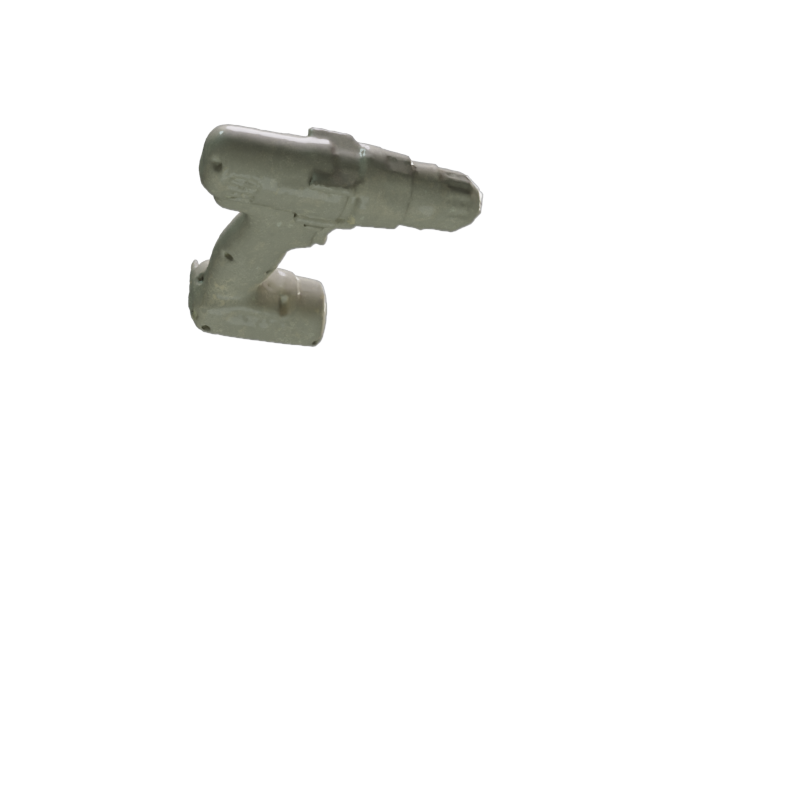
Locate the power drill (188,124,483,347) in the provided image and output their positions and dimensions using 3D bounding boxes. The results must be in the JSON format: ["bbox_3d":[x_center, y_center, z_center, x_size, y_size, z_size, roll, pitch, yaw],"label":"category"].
[{"bbox_3d":[-0.059,-0.107,0.751,0.180,0.061,0.180,10,-34,-16],"label":"power drill"}]
